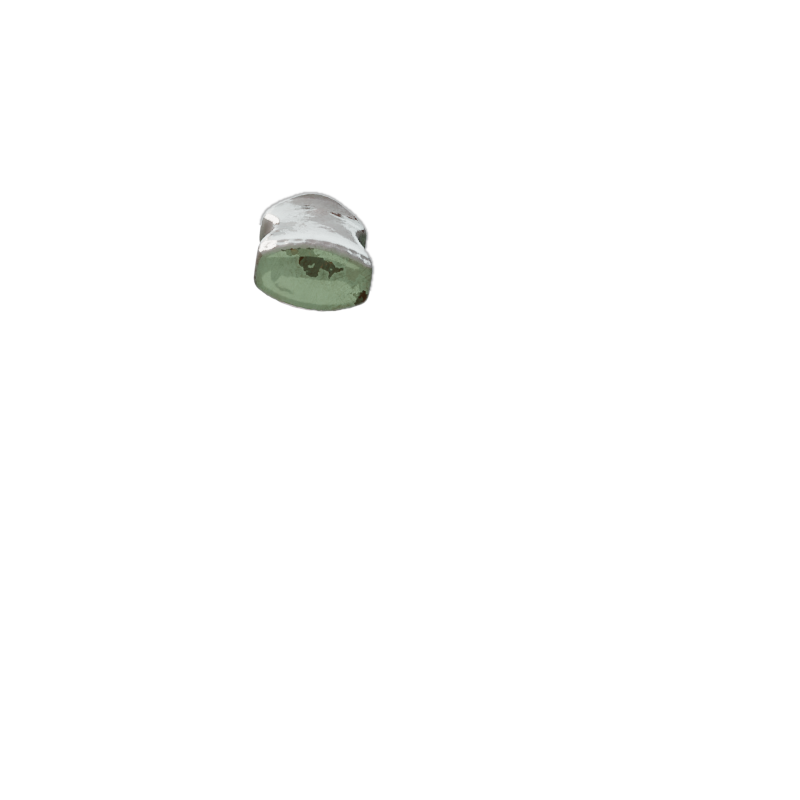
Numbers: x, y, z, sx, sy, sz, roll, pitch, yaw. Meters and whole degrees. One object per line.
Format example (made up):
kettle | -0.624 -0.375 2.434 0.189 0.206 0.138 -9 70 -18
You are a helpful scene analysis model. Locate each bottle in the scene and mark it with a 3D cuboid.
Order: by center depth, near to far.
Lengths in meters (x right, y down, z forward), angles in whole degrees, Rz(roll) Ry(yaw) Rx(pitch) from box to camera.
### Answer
bottle | -0.077 -0.140 0.979 0.095 0.056 0.202 6 25 -6
